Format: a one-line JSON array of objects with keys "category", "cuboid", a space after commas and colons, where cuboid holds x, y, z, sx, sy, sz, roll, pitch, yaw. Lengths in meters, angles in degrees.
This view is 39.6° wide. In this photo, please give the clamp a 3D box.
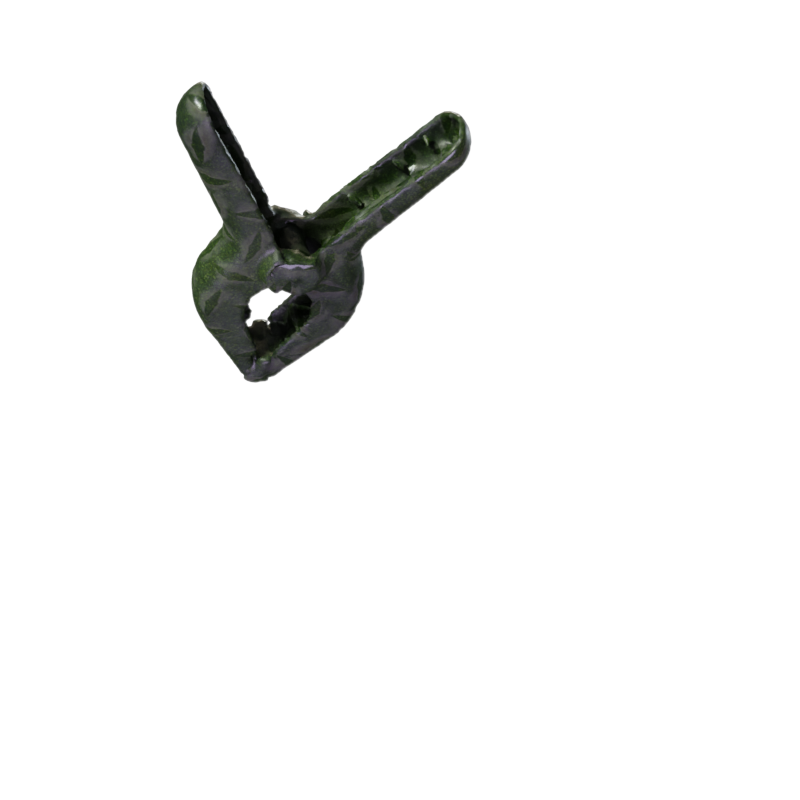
[{"category": "clamp", "cuboid": [-0.038, -0.070, 0.491, 0.119, 0.042, 0.161, 4, -37, -6]}]
